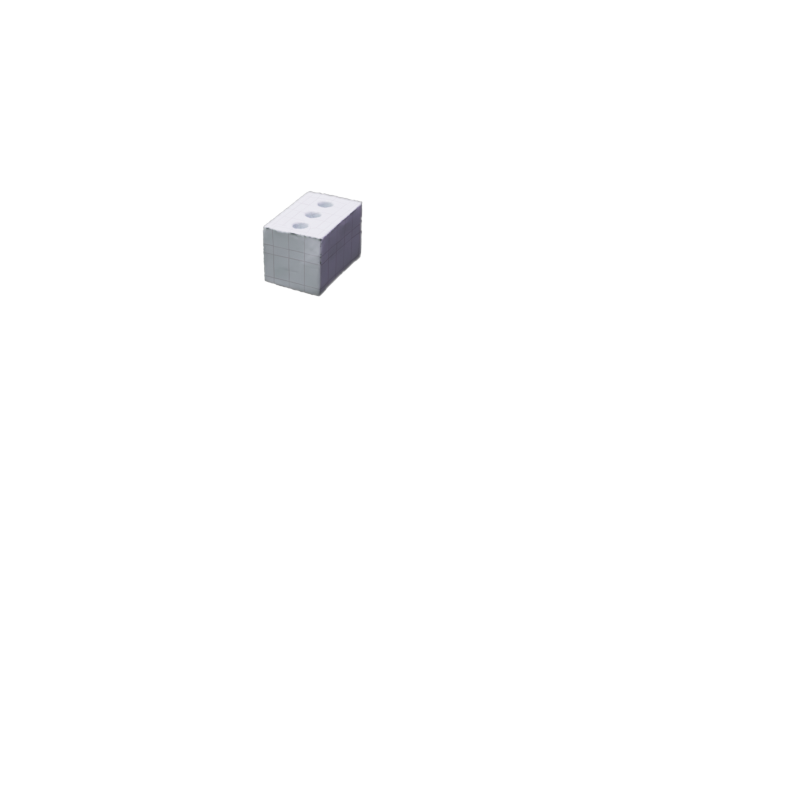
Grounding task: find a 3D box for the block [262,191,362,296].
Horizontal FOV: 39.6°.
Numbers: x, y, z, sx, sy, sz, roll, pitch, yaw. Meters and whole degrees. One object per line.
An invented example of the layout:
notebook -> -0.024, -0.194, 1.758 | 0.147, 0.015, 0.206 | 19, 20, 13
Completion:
block -> -0.070, -0.128, 0.895 | 0.055, 0.048, 0.080 | 14, 34, 20
